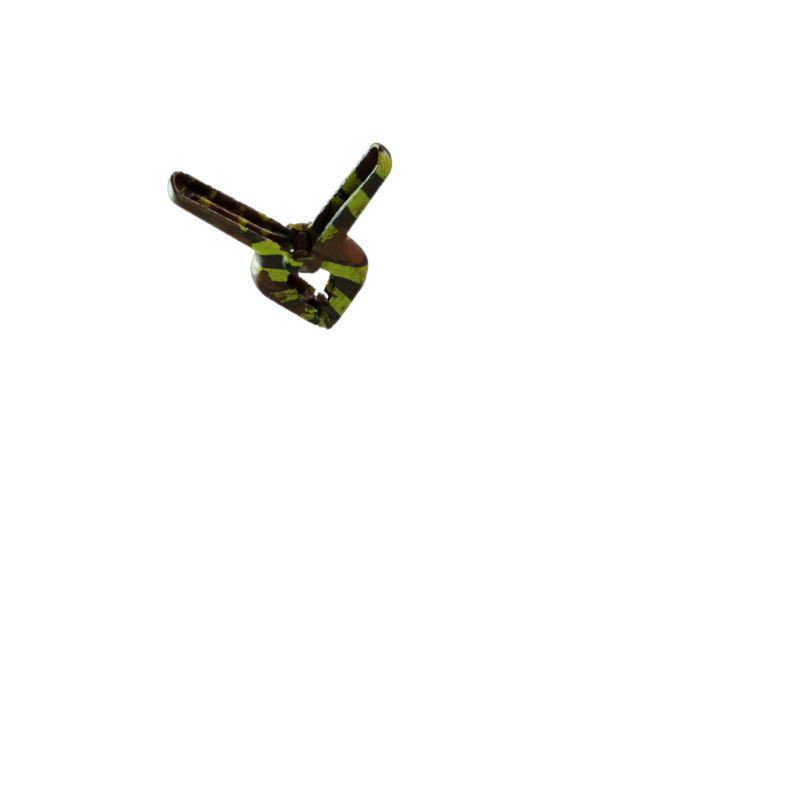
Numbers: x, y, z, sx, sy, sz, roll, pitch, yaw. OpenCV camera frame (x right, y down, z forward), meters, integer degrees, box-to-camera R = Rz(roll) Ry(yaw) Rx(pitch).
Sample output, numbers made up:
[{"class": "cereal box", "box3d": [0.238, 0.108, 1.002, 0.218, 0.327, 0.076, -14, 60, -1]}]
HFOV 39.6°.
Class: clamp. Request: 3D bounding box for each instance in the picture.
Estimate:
[{"class": "clamp", "box3d": [-0.068, -0.124, 0.865, 0.166, 0.039, 0.194, -9, -33, 13]}]
